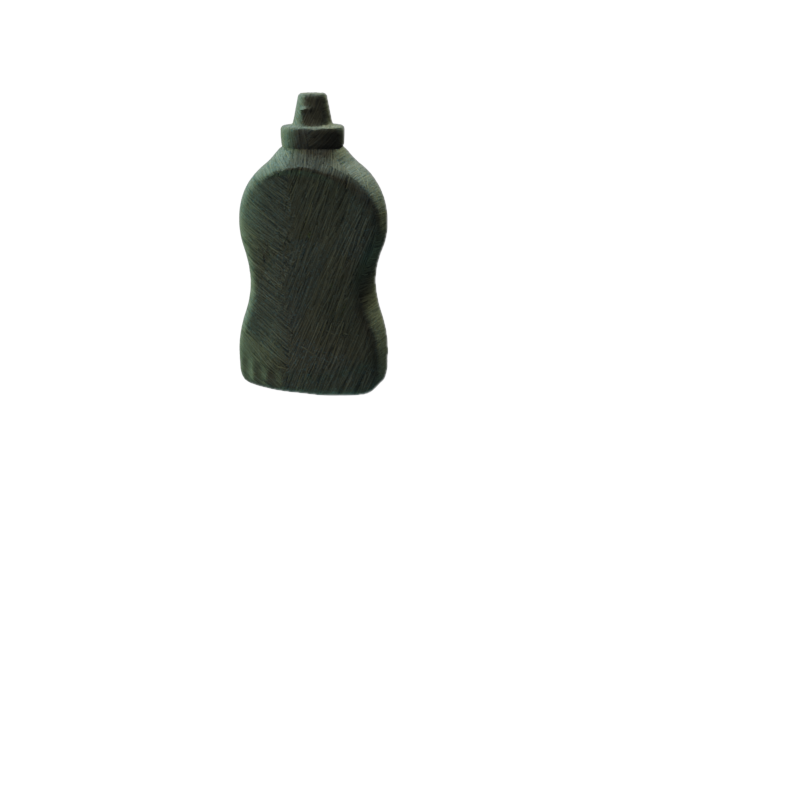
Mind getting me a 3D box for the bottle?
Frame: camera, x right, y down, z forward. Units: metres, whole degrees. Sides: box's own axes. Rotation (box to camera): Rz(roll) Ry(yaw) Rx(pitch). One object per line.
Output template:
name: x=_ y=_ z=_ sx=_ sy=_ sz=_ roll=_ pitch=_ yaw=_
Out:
bottle: x=-0.056 y=-0.103 z=0.719 sx=0.099 sy=0.187 sz=0.058 roll=5 pitch=12 yaw=19
